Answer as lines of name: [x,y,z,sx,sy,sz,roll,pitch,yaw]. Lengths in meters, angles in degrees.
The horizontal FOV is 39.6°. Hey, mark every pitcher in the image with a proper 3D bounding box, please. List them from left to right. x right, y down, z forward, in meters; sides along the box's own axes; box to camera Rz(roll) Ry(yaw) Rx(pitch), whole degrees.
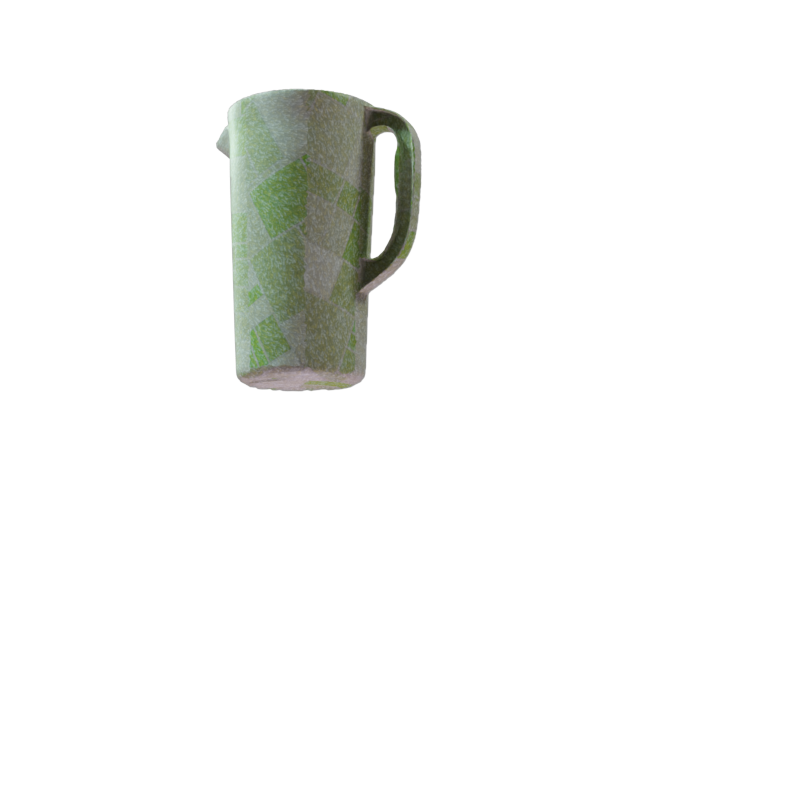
pitcher: [-0.073,-0.134,0.939,0.140,0.250,0.150,4,-12,-24]
